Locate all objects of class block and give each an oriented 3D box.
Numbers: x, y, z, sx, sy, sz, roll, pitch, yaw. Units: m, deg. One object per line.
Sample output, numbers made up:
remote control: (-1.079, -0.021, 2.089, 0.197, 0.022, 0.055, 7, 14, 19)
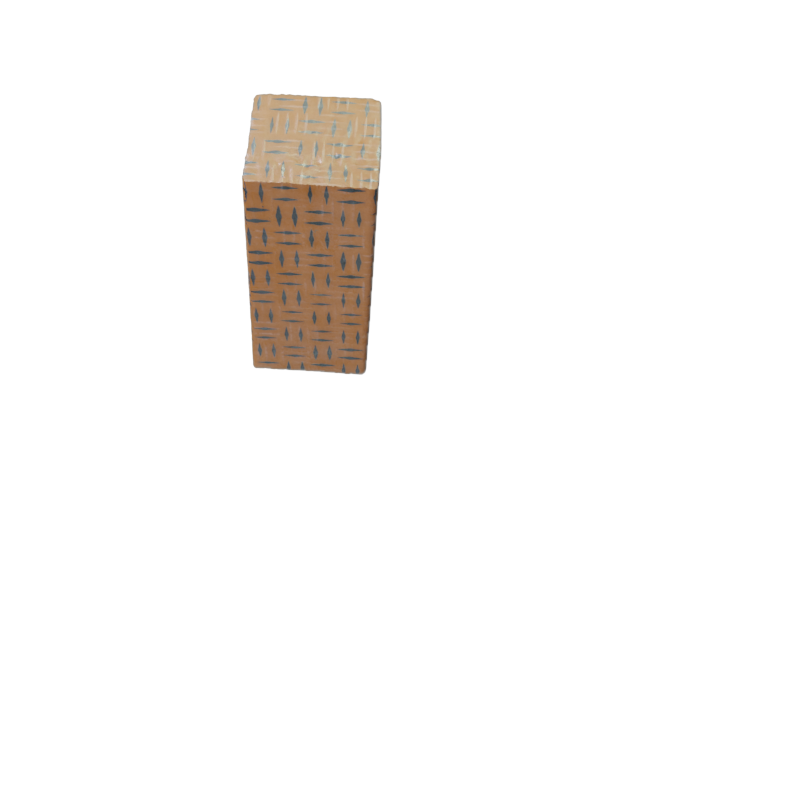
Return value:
block: (-0.064, -0.117, 0.817, 0.091, 0.096, 0.192, 3, -37, -1)
